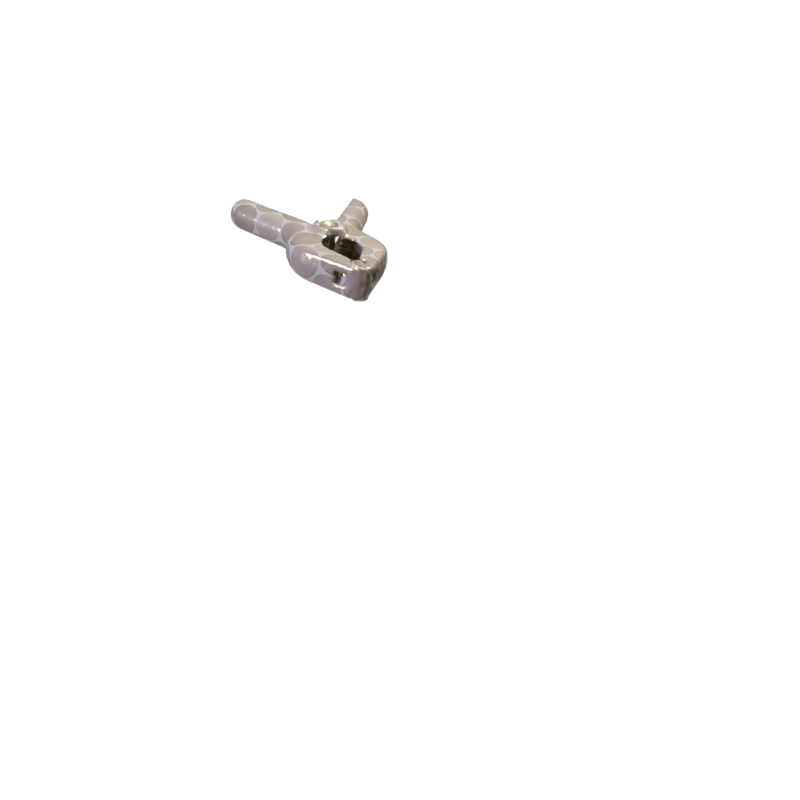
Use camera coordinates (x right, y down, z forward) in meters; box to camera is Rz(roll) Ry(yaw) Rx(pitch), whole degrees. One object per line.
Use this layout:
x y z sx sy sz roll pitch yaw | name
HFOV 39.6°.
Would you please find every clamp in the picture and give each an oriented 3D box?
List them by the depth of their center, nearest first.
-0.069 -0.127 0.886 0.119 0.037 0.182 -5 27 -11 | clamp
